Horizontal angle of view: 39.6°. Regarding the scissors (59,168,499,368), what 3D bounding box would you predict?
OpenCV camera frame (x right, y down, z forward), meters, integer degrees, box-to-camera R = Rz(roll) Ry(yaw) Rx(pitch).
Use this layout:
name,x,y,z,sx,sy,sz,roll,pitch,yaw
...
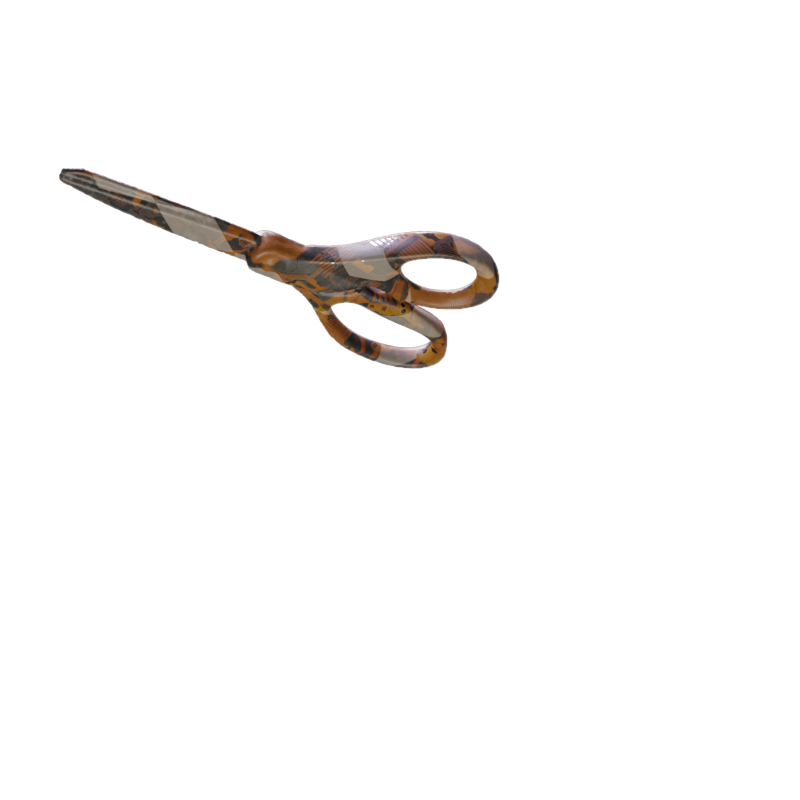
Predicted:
name,x,y,z,sx,sy,sz,roll,pitch,yaw
scissors,-0.038,-0.068,0.479,0.096,0.017,0.189,-29,-46,33
